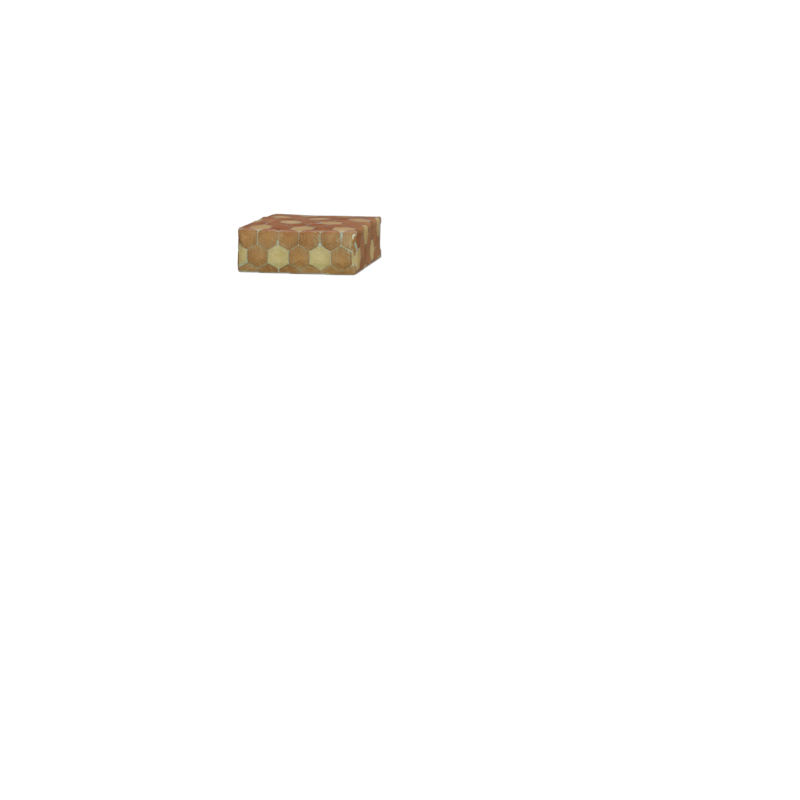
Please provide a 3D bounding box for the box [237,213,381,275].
[{"bbox_3d":[-0.054,-0.099,0.694,0.074,0.029,0.090,3,15,11],"label":"box"}]
